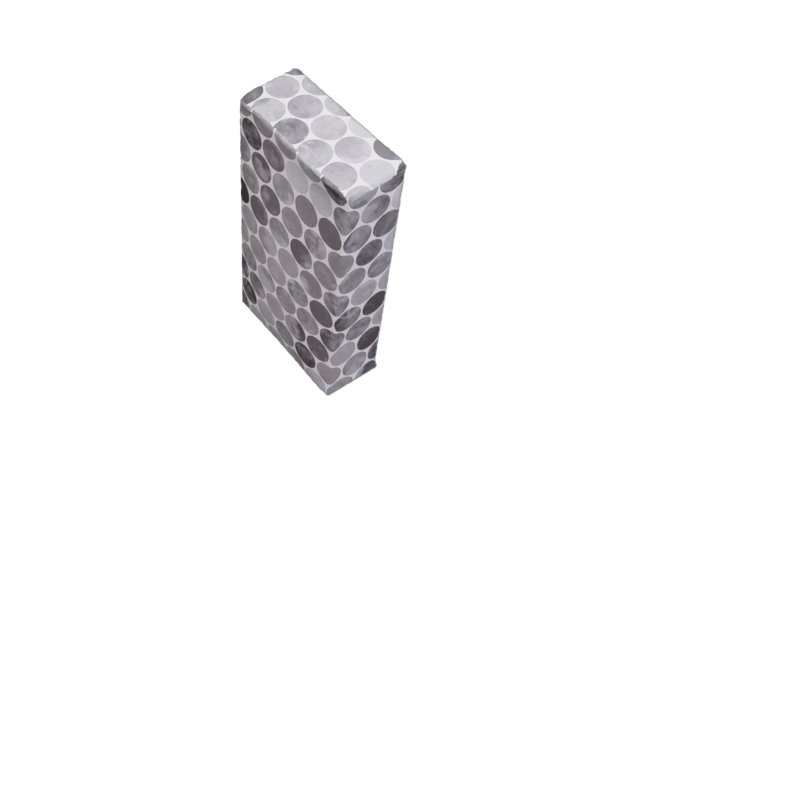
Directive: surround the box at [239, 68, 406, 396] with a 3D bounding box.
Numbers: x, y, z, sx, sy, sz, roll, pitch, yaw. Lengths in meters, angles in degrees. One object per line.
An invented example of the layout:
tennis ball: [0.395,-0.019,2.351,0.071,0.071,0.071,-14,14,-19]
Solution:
box: [-0.049,-0.089,0.622,0.048,0.099,0.165,-32,-27,-23]
